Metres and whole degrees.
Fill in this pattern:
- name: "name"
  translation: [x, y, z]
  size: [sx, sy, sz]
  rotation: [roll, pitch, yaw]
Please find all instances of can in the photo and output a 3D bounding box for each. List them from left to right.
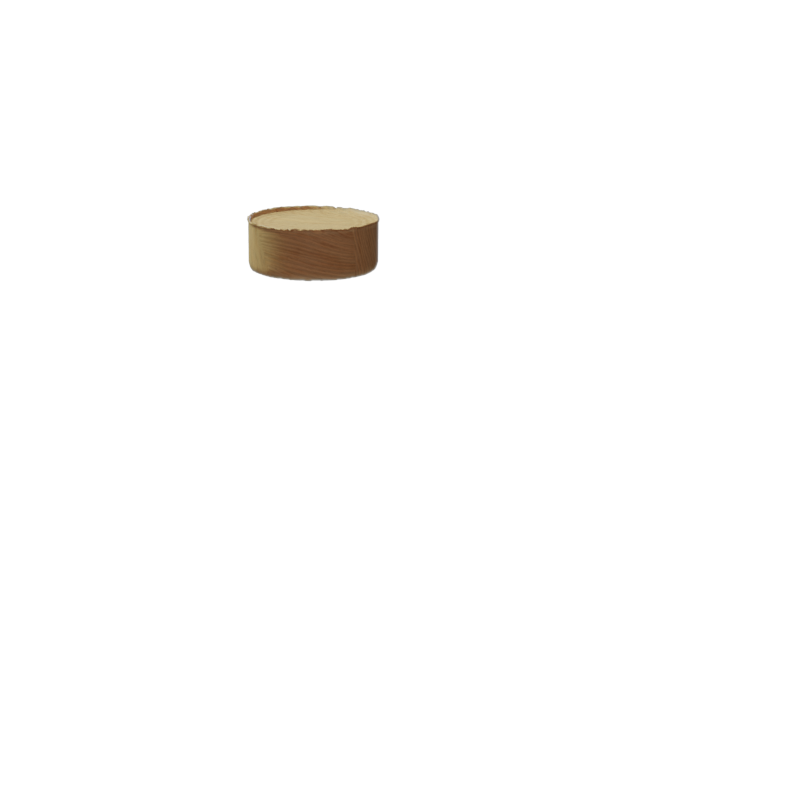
- name: "can"
  translation: [-0.056, -0.103, 0.720]
  size: [0.086, 0.032, 0.089]
  rotation: [-1, 18, -2]
